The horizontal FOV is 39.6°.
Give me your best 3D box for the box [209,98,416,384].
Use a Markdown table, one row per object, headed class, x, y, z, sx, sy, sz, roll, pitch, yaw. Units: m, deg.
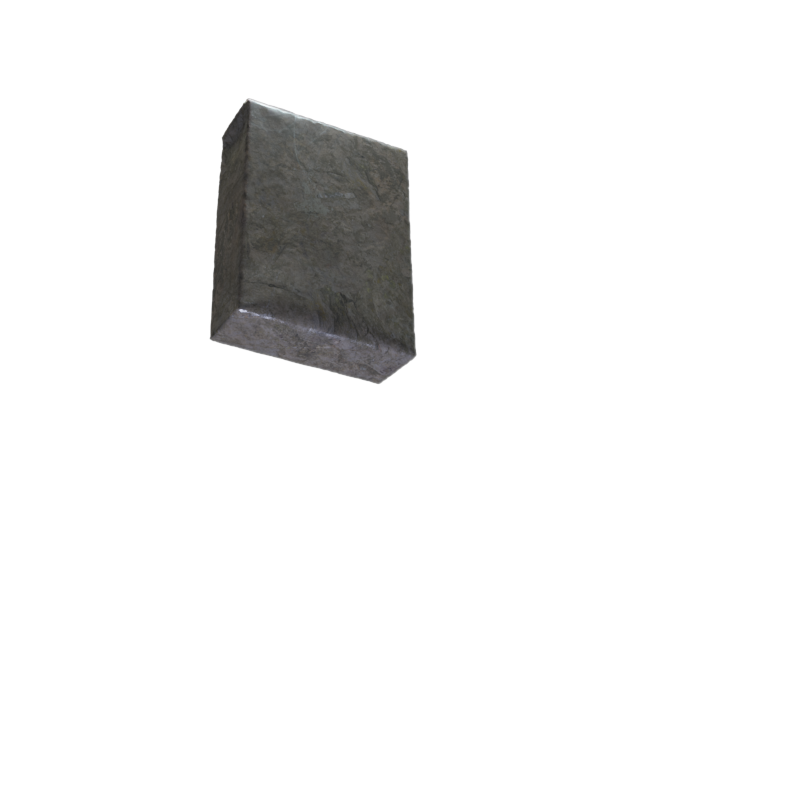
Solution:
| class | x | y | z | sx | sy | sz | roll | pitch | yaw |
| --- | --- | --- | --- | --- | --- | --- | --- | --- | --- |
| box | -0.075 | -0.136 | 0.954 | 0.157 | 0.228 | 0.070 | 14 | -34 | -25 |
